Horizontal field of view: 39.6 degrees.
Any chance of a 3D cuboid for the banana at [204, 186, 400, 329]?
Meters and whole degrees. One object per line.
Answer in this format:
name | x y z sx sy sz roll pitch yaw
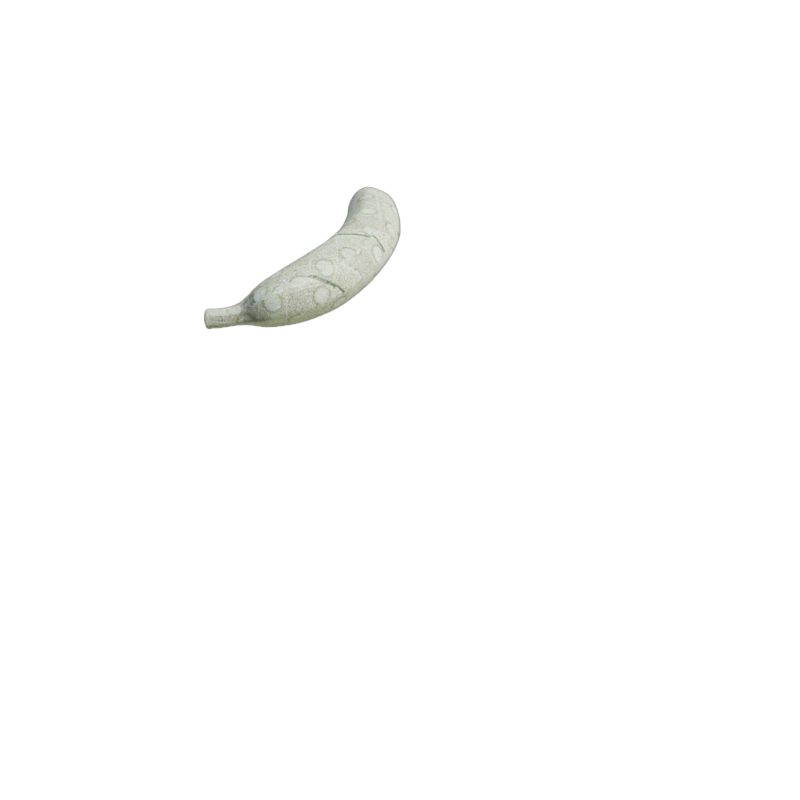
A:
banana | -0.040 -0.093 0.690 0.073 0.035 0.201 15 35 23
